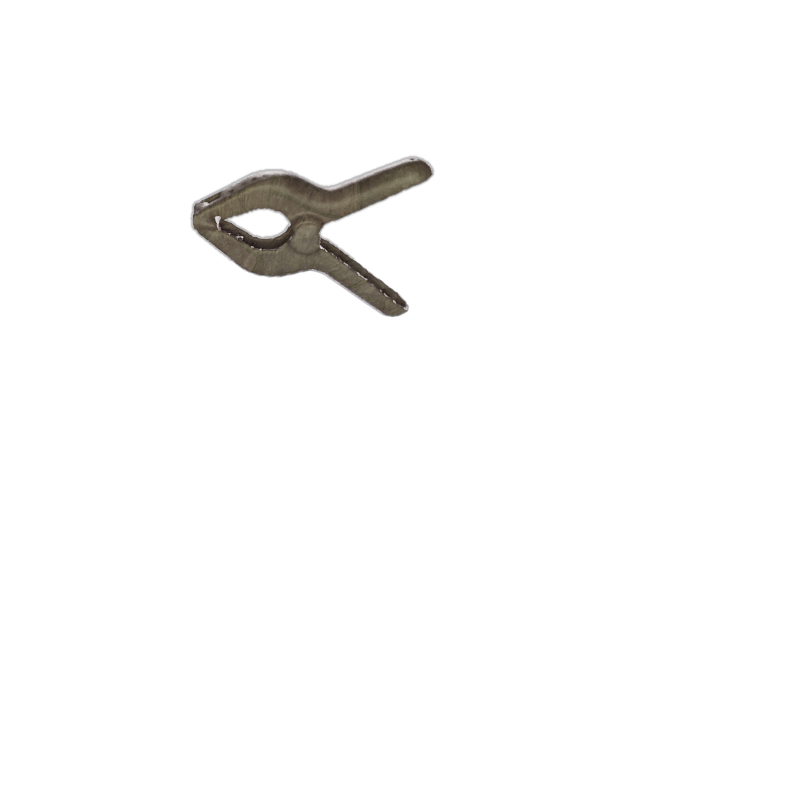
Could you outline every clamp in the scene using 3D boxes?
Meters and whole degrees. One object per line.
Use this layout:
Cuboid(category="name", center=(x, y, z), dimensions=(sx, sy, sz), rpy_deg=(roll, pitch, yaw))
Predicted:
Cuboid(category="clamp", center=(-0.062, -0.114, 0.797), dimensions=(0.171, 0.115, 0.041), rpy_deg=(-1, 17, 0))
